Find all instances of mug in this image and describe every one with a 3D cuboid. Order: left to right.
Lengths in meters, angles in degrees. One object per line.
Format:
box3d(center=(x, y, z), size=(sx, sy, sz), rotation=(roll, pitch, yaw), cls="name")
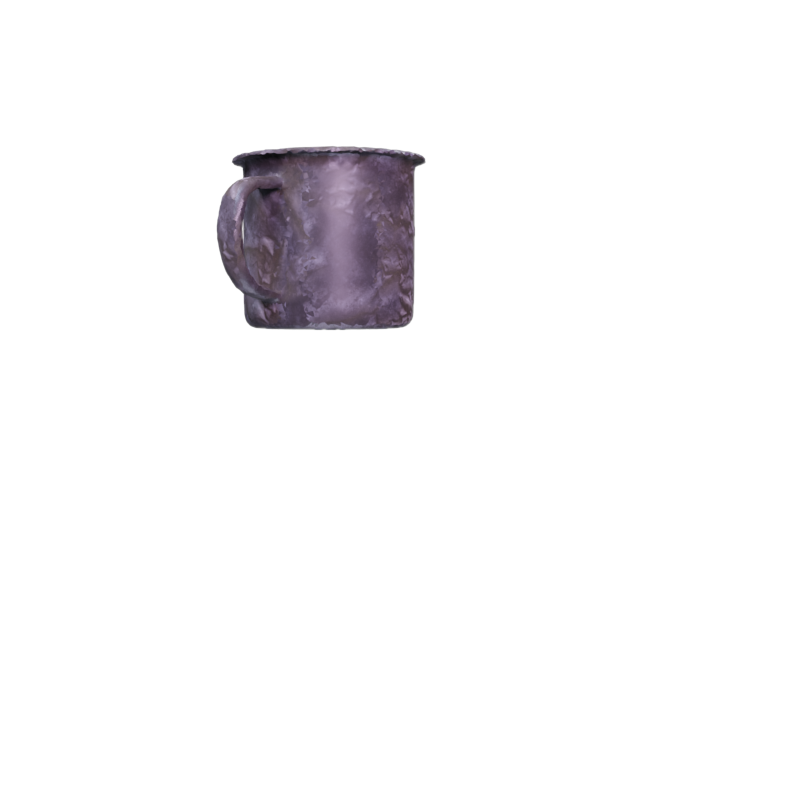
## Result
box3d(center=(-0.041, -0.075, 0.523), size=(0.097, 0.082, 0.113), rotation=(2, 3, 36), cls="mug")
